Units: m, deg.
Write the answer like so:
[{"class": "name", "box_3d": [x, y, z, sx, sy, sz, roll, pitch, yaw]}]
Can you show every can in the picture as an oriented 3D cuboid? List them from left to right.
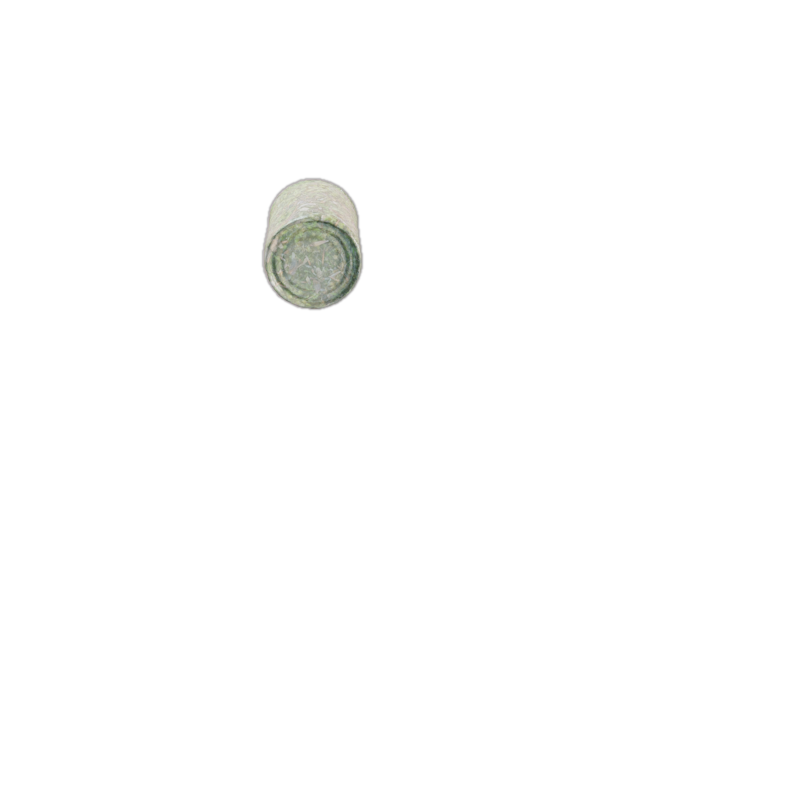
[{"class": "can", "box_3d": [-0.061, -0.112, 0.785, 0.068, 0.066, 0.107, 0, 22, -3]}]
